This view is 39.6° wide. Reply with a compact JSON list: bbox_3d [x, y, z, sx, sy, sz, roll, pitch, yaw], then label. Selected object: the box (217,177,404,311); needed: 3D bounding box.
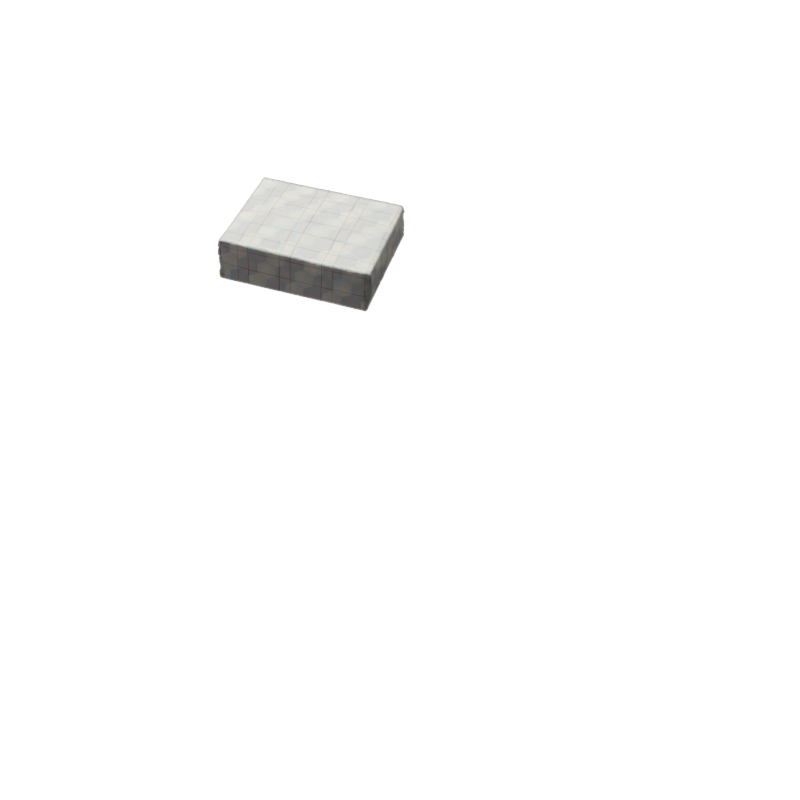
[{"bbox_3d":[-0.062,-0.113,0.794,0.116,0.036,0.094,11,40,13],"label":"box"}]
